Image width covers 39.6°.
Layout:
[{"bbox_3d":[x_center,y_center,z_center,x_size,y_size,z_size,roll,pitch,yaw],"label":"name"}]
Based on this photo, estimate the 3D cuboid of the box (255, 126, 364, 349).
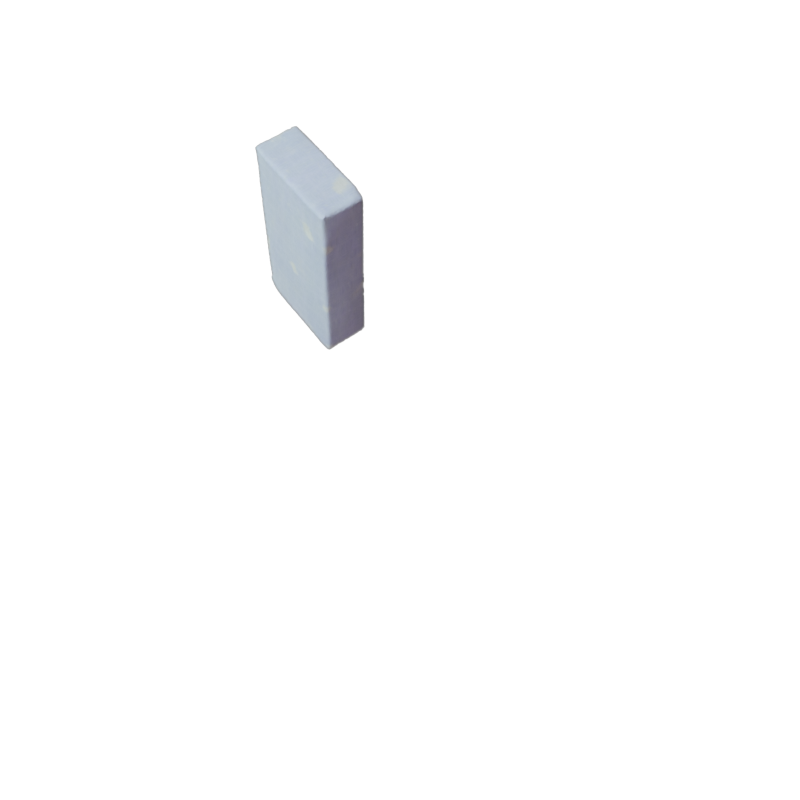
[{"bbox_3d":[-0.070,-0.128,0.896,0.048,0.100,0.165,-29,-28,-21],"label":"box"}]
